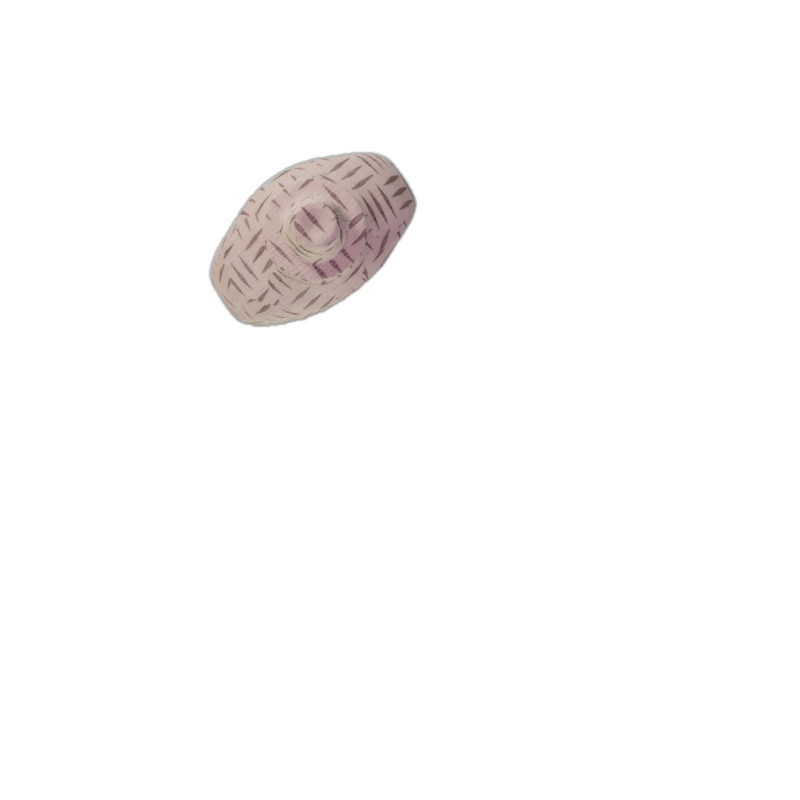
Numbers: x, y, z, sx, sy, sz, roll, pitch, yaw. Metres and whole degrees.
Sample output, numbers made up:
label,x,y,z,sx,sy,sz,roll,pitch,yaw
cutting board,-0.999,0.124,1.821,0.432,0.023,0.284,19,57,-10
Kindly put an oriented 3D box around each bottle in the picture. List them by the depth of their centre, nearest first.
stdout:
label,x,y,z,sx,sy,sz,roll,pitch,yaw
bottle,-0.039,-0.071,0.503,0.096,0.058,0.192,-32,5,-2
